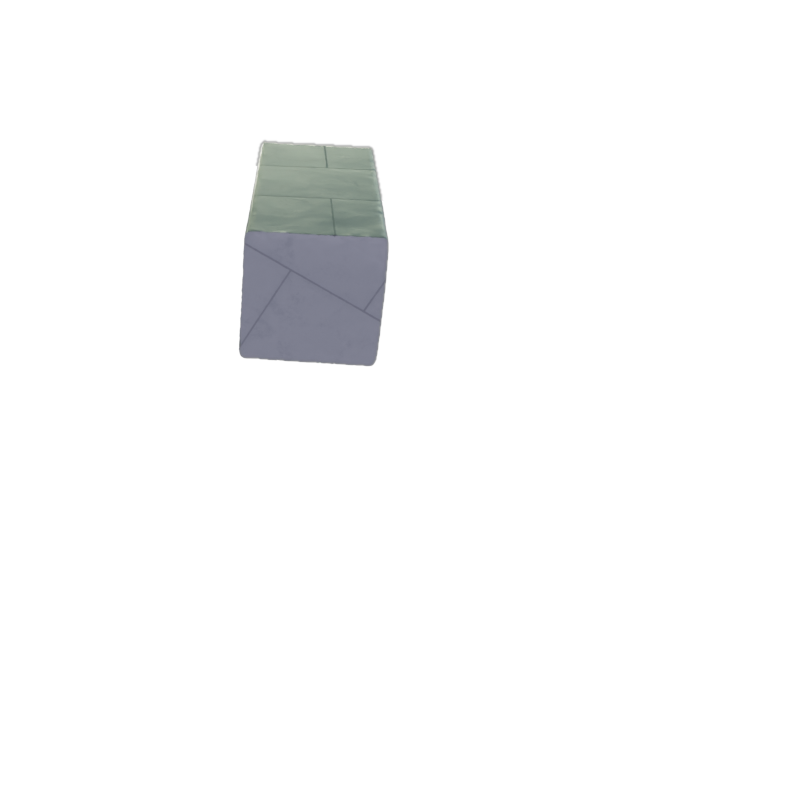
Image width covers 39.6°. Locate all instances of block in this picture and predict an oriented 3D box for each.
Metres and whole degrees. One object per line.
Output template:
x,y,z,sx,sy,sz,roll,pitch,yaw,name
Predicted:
-0.062,-0.112,0.788,0.090,0.086,0.218,3,26,-5,block
